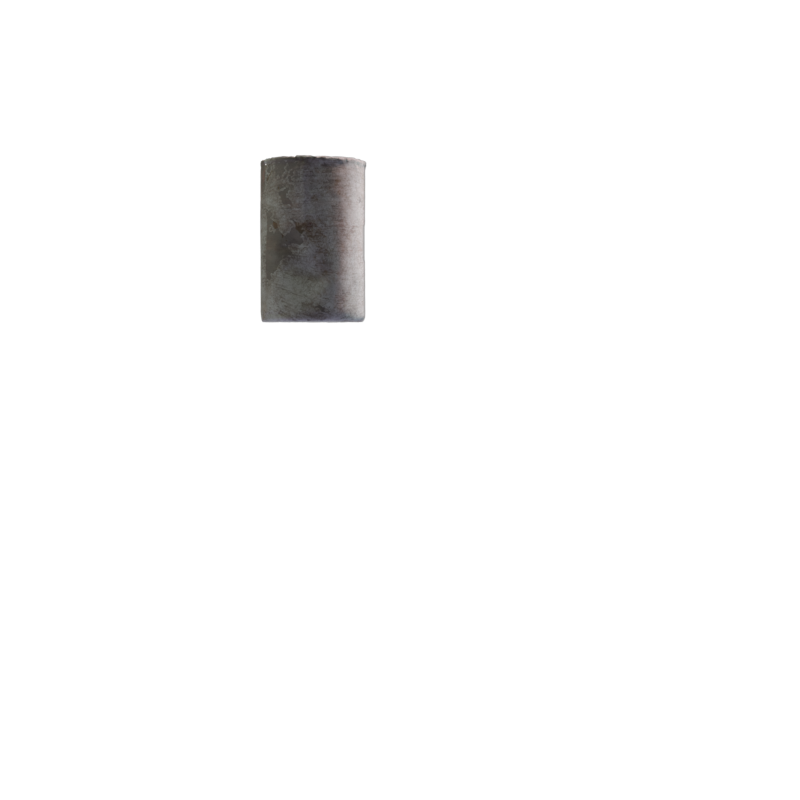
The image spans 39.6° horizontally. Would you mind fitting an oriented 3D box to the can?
[{"bbox_3d":[-0.055,-0.100,0.703,0.068,0.103,0.068,0,-1,-2],"label":"can"}]
